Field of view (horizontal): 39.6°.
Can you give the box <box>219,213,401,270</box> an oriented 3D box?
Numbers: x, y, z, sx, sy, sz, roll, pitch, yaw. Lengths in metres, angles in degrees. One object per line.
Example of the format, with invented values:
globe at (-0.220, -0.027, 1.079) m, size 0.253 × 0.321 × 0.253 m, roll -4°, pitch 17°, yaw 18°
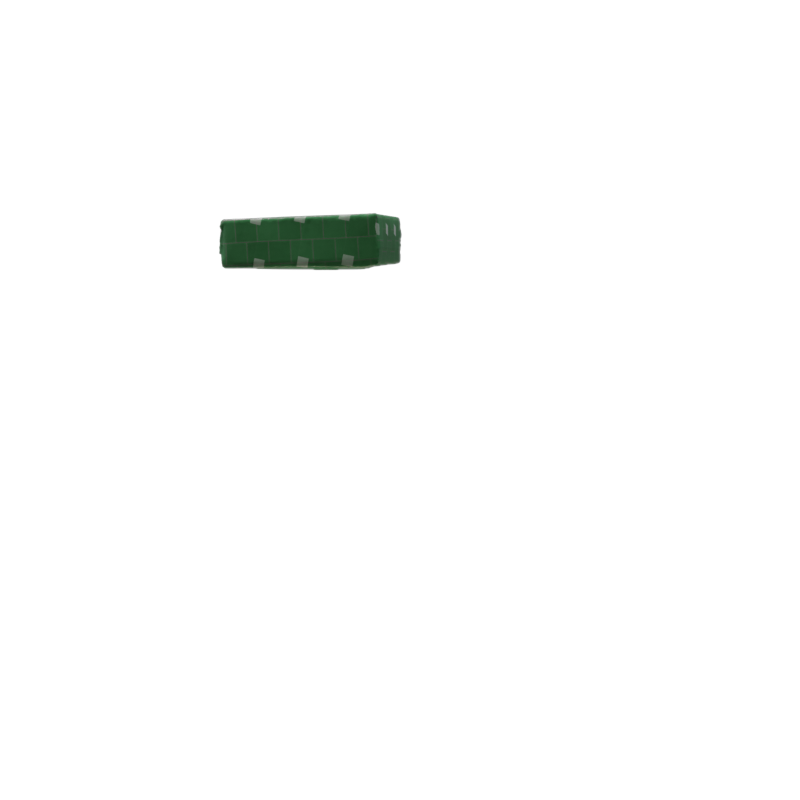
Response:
box at (-0.062, -0.113, 0.791) m, size 0.115 × 0.039 × 0.089 m, roll 2°, pitch 7°, yaw 12°
